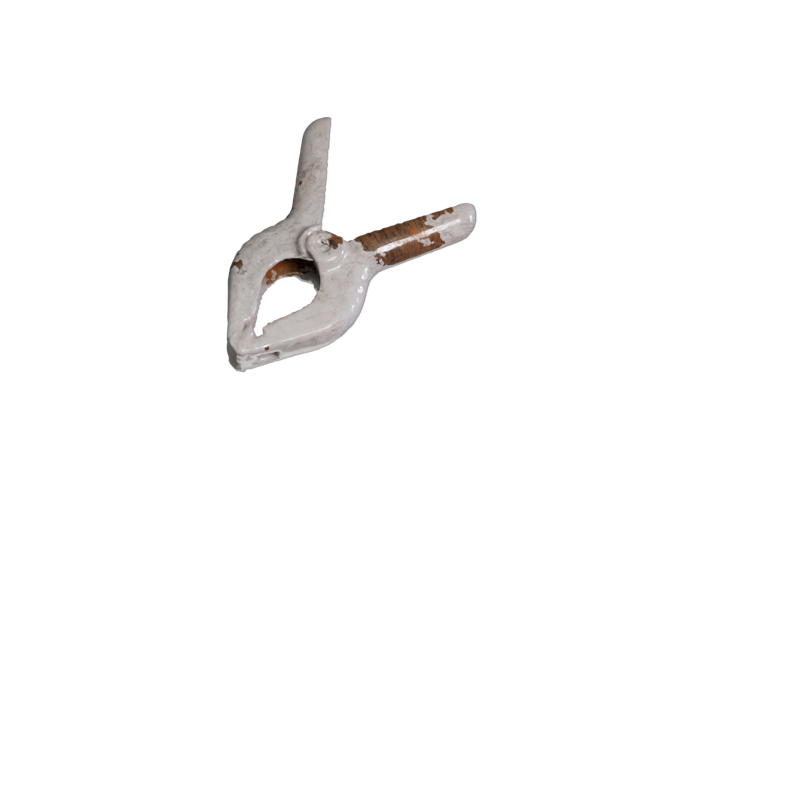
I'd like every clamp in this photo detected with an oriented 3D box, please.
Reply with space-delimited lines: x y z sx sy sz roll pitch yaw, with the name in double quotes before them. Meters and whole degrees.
"clamp" -0.051 -0.093 0.650 0.127 0.174 0.037 38 -26 22
